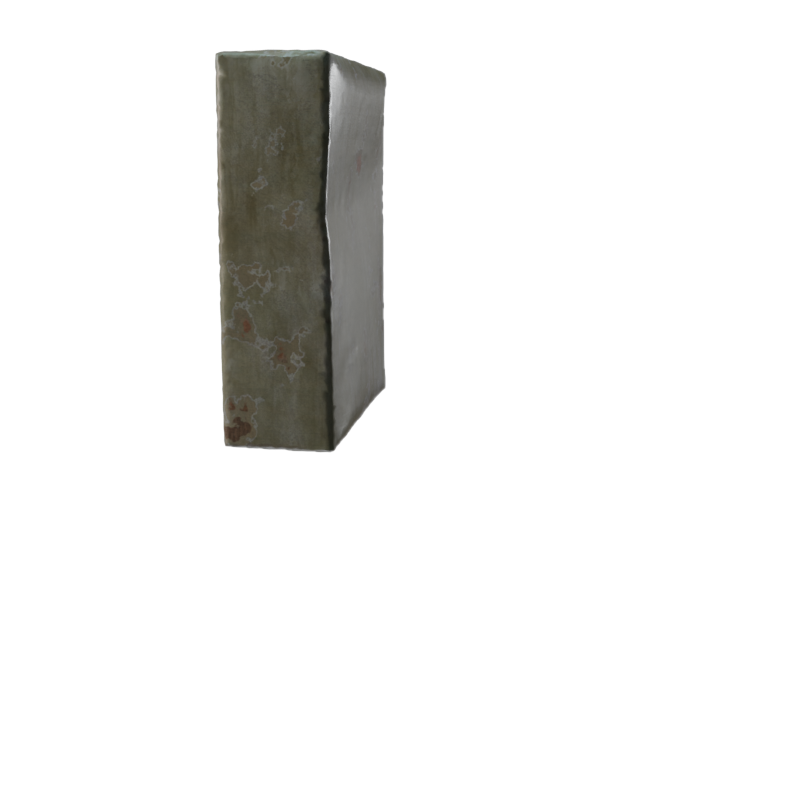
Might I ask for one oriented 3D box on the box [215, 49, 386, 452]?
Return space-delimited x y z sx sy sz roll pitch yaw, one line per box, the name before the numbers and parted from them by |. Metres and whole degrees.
box | -0.052 -0.094 0.661 0.073 0.211 0.164 1 8 10
